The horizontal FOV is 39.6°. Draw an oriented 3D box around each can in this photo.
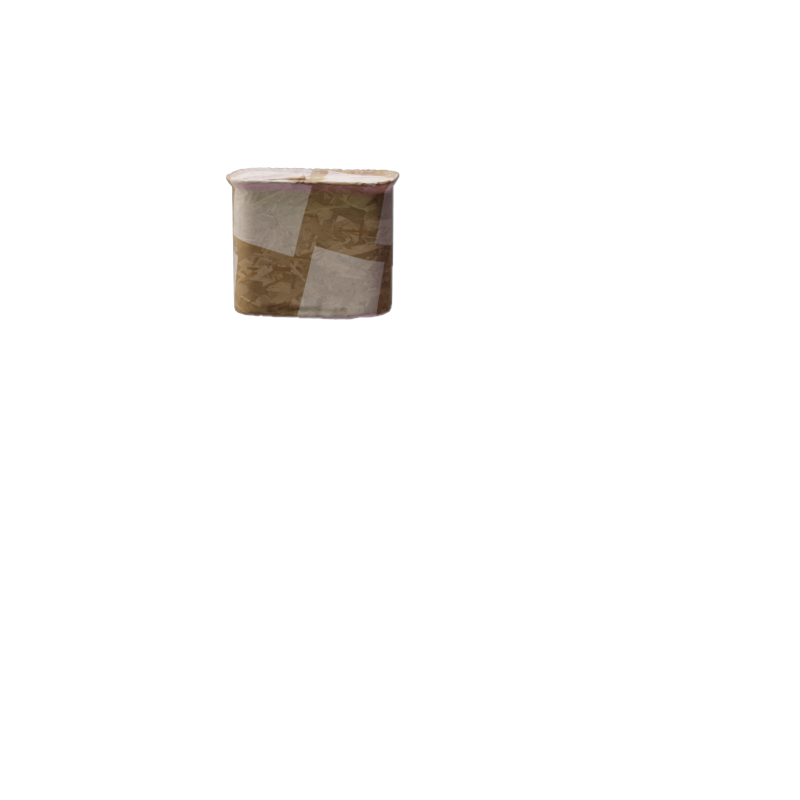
[{"bbox_3d":[-0.053,-0.096,0.674,0.103,0.081,0.058,3,14,9],"label":"can"}]
